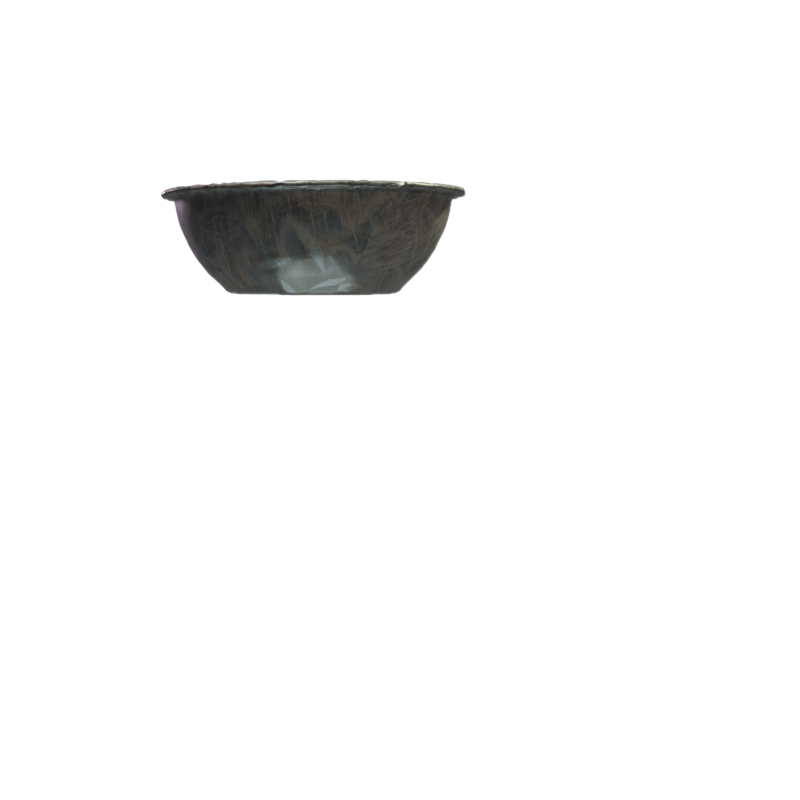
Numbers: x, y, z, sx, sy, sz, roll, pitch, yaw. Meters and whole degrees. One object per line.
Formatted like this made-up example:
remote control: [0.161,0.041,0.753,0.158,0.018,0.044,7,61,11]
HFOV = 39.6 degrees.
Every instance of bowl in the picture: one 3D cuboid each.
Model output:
bowl: [-0.046,-0.084,0.589,0.162,0.055,0.163,0,6,-2]
